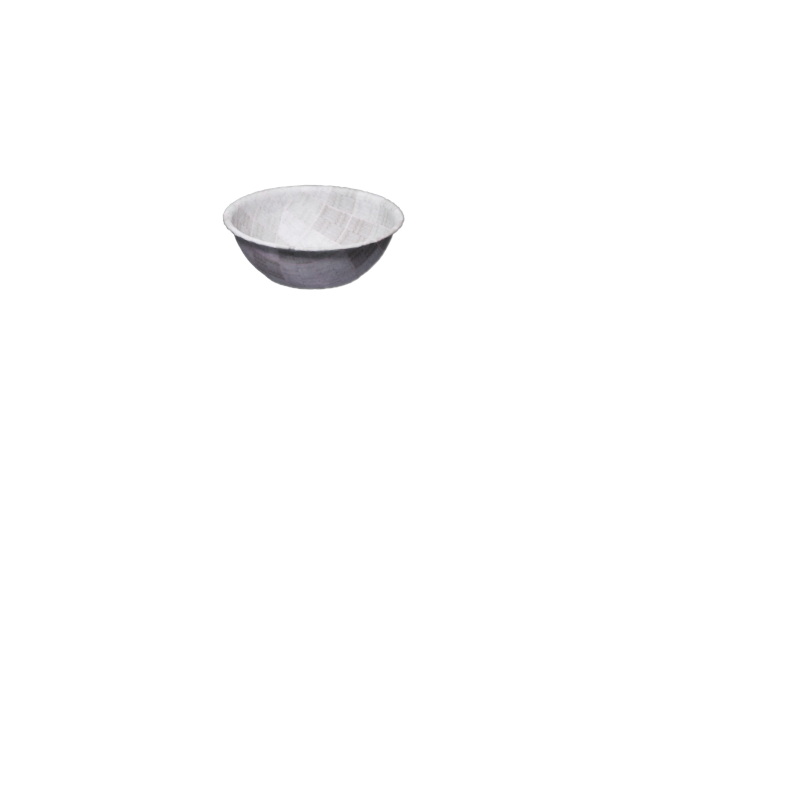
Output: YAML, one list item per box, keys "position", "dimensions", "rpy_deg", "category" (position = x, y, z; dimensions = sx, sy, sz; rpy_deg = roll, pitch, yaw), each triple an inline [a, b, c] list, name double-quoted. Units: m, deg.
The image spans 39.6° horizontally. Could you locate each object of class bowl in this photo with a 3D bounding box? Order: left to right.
- position: [-0.078, -0.142, 0.995]
  dimensions: [0.162, 0.052, 0.171]
  rpy_deg: [-1, 28, -2]
  category: "bowl"
